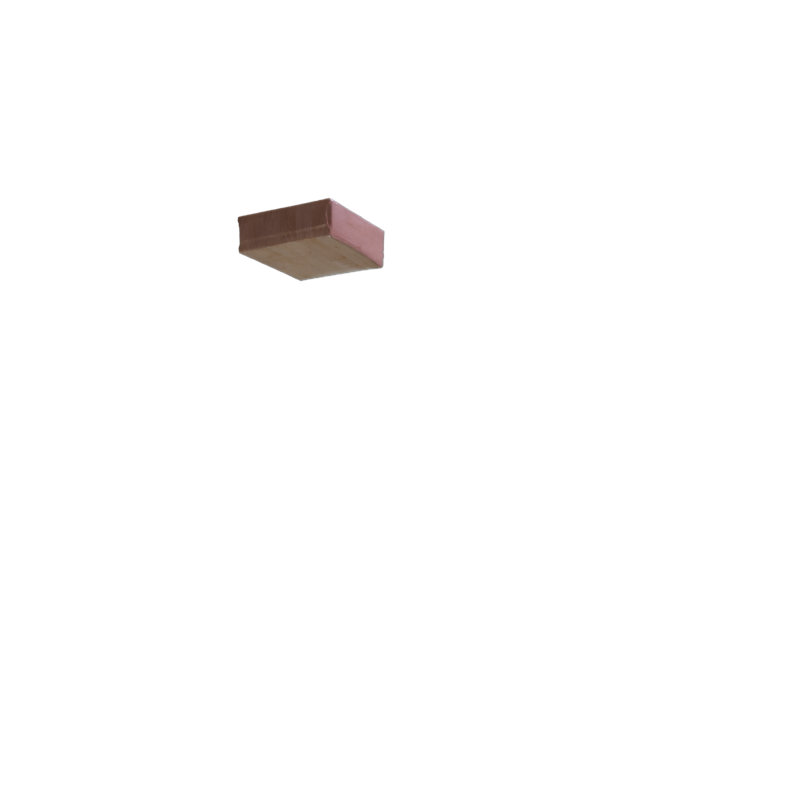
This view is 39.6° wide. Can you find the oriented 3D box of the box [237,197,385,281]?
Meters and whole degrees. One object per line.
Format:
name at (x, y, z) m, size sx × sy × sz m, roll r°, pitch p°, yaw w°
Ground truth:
box at (-0.076, -0.138, 0.966) m, size 0.092 × 0.040 × 0.107 m, roll -6°, pitch -13°, yaw 25°
